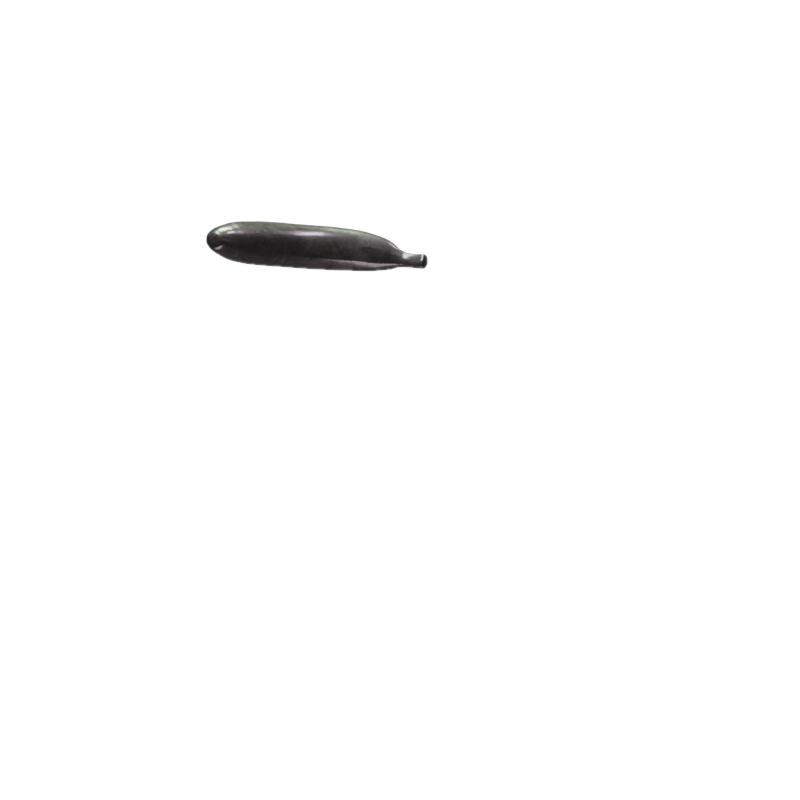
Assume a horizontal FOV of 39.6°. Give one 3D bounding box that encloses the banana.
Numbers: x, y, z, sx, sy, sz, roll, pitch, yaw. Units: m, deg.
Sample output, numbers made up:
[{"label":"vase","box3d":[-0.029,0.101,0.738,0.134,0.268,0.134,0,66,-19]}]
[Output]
[{"label":"banana","box3d":[-0.077,-0.128,0.916,0.191,0.037,0.071,0,-1,-28]}]
